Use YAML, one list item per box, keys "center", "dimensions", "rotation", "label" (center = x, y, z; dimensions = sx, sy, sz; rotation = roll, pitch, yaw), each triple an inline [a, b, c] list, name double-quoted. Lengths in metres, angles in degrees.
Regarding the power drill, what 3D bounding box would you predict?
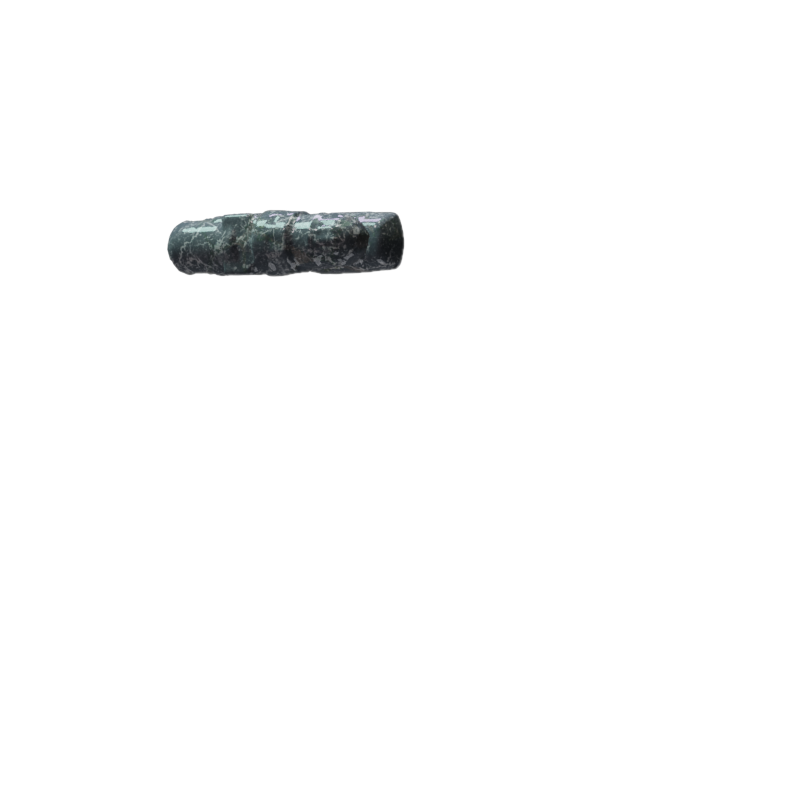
- center: [-0.073, -0.133, 0.934]
  dimensions: [0.191, 0.057, 0.182]
  rotation: [4, 7, 31]
  label: "power drill"
